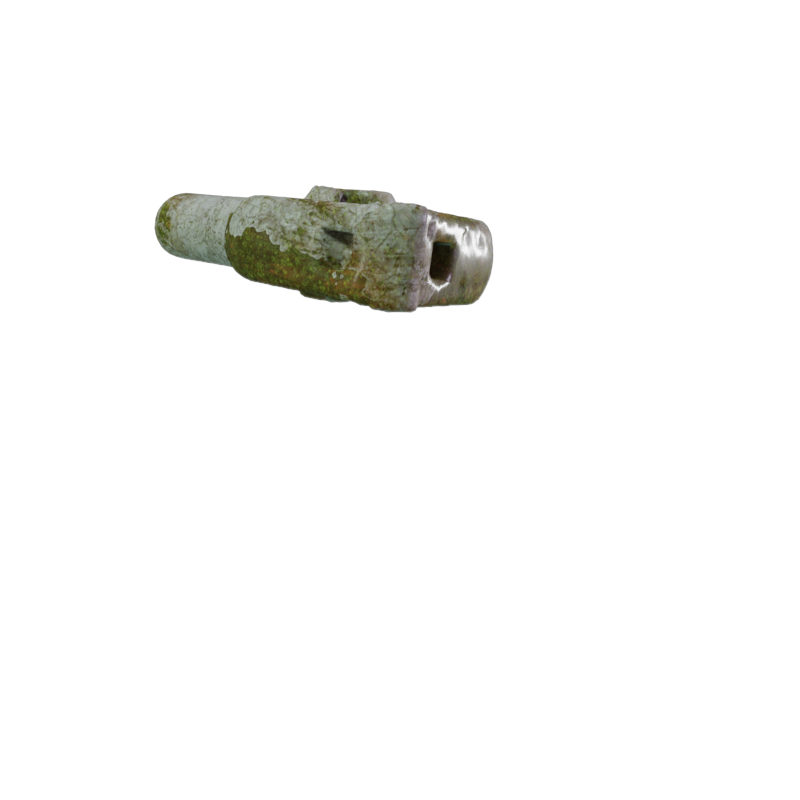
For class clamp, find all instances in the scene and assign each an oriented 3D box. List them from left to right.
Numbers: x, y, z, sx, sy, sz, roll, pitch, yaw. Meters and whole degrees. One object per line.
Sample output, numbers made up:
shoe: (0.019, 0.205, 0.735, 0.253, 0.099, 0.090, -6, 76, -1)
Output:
clamp: (-0.028, -0.051, 0.356, 0.120, 0.039, 0.173, 0, 6, -2)
